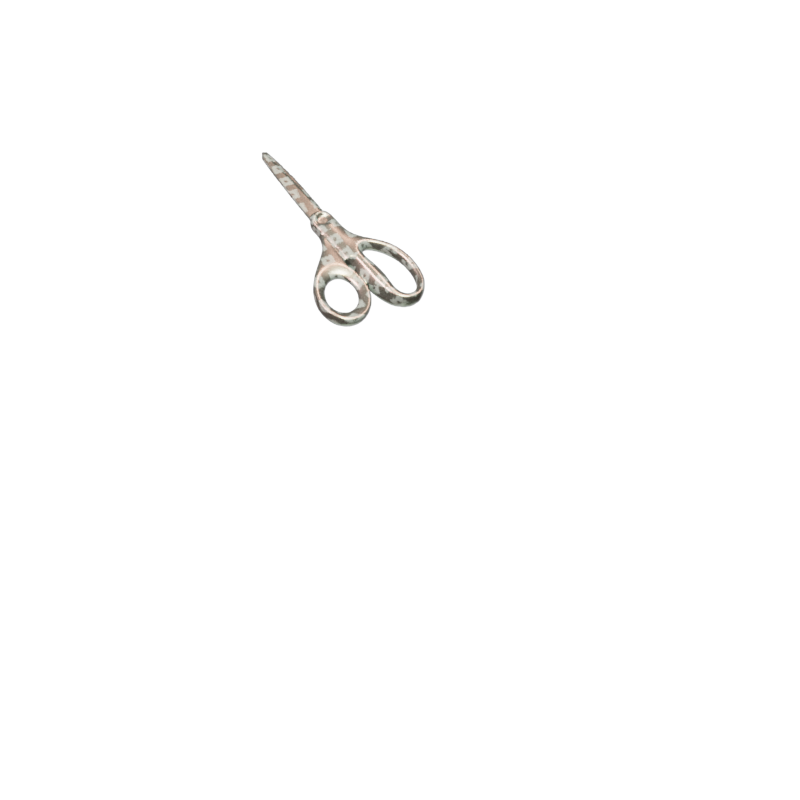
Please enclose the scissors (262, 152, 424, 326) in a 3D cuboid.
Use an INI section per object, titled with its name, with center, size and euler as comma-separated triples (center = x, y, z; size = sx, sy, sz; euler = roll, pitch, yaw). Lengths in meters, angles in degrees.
[scissors]
center = -0.071, -0.130, 0.910
size = 0.213, 0.015, 0.097
euler = 36, 61, 24
